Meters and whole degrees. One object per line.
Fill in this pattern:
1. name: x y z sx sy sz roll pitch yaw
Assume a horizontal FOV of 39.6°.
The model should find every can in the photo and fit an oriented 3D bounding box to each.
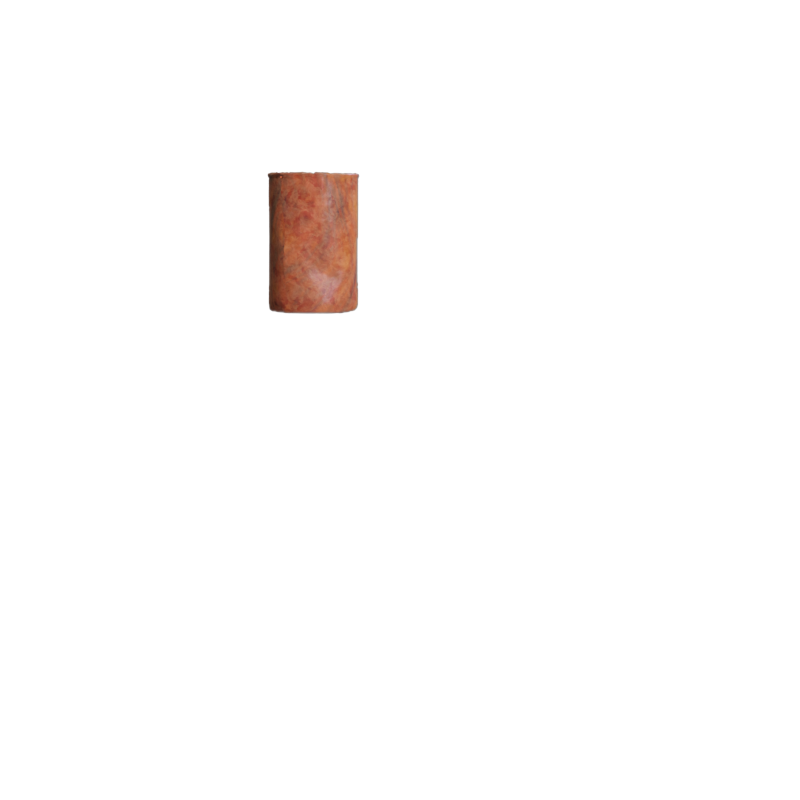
1. can: -0.065 -0.118 0.825 0.068 0.102 0.069 0 4 -2
